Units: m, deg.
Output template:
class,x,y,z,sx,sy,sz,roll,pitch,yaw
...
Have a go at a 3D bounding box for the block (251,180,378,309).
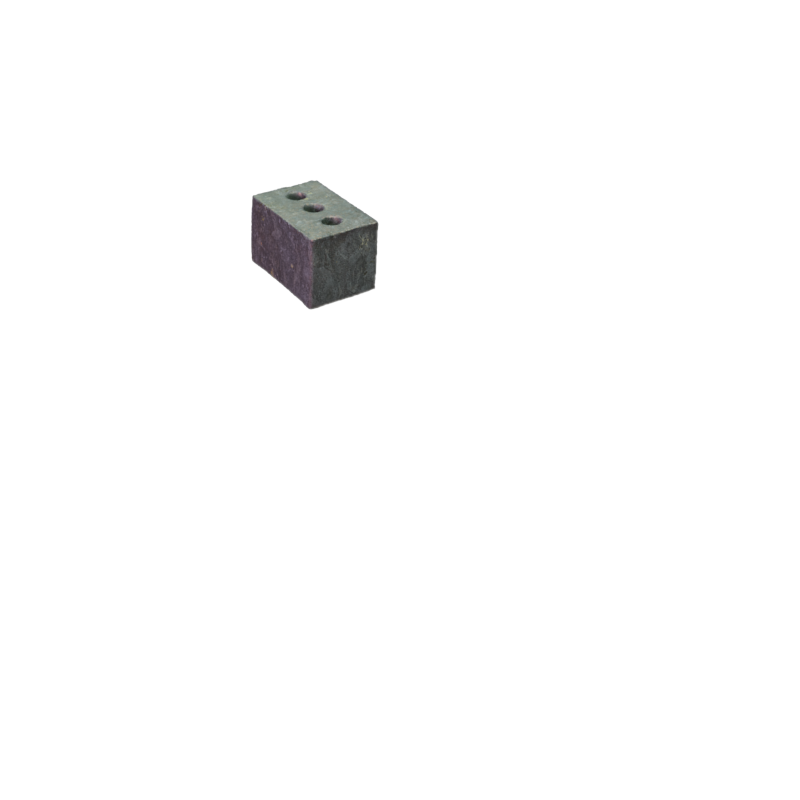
class,x,y,z,sx,sy,sz,roll,pitch,yaw
block,-0.057,-0.104,0.727,0.052,0.048,0.084,-19,37,-29
